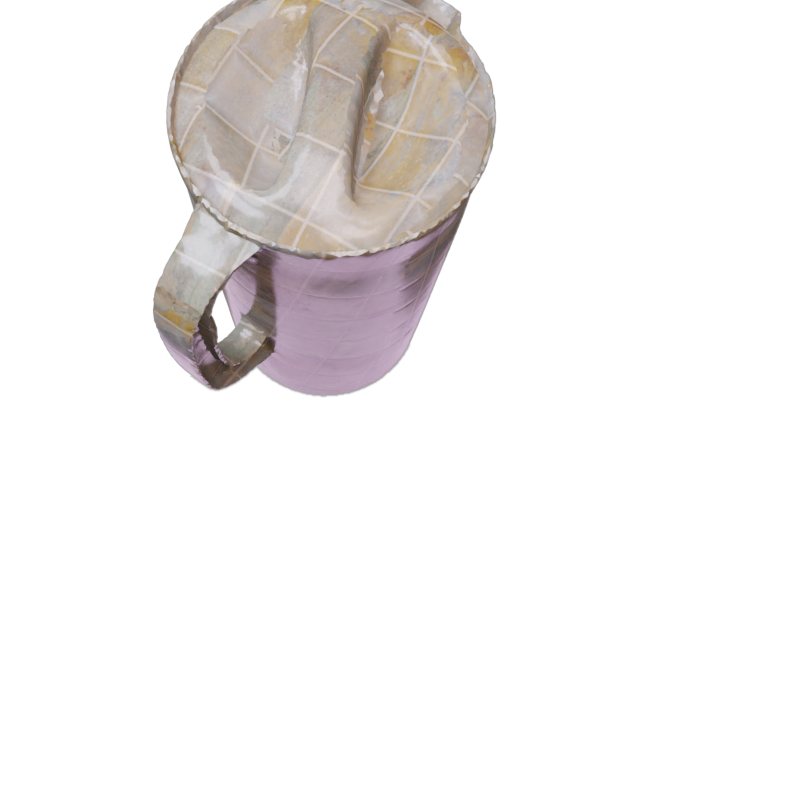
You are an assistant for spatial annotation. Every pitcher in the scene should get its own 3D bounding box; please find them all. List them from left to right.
[{"bbox_3d":[-0.043,-0.078,0.547,0.148,0.153,0.232,-8,-19,-6],"label":"pitcher"}]
